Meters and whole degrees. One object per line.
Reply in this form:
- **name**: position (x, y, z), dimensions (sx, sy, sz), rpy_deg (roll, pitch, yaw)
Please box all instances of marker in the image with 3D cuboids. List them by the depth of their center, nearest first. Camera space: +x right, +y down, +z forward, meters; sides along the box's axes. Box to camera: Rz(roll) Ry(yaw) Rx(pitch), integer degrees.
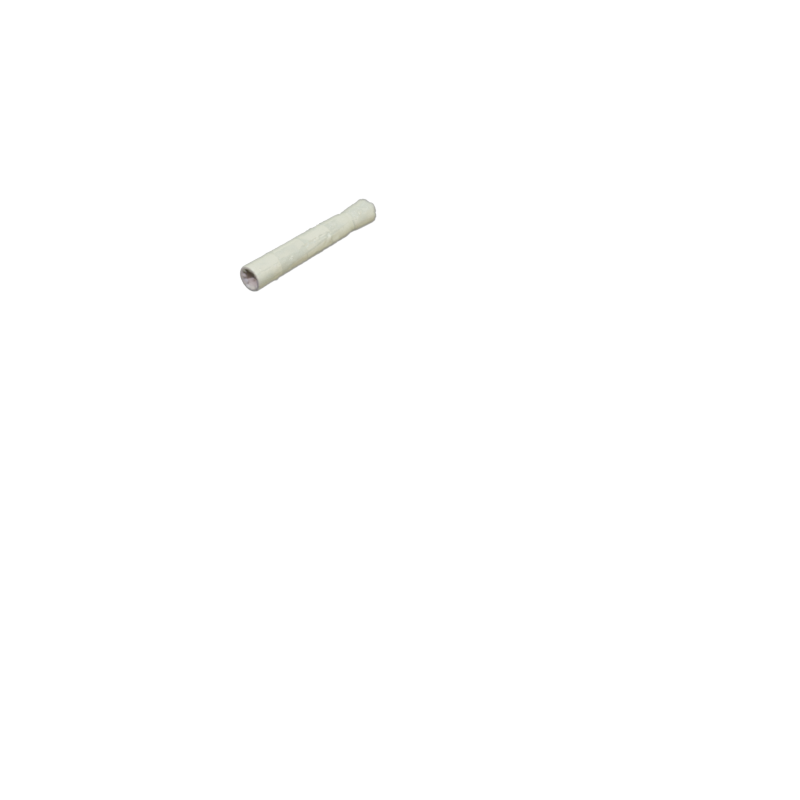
- **marker**: position (-0.059, -0.108, 0.755), dimensions (0.021, 0.019, 0.122), rpy_deg (4, 31, 46)
